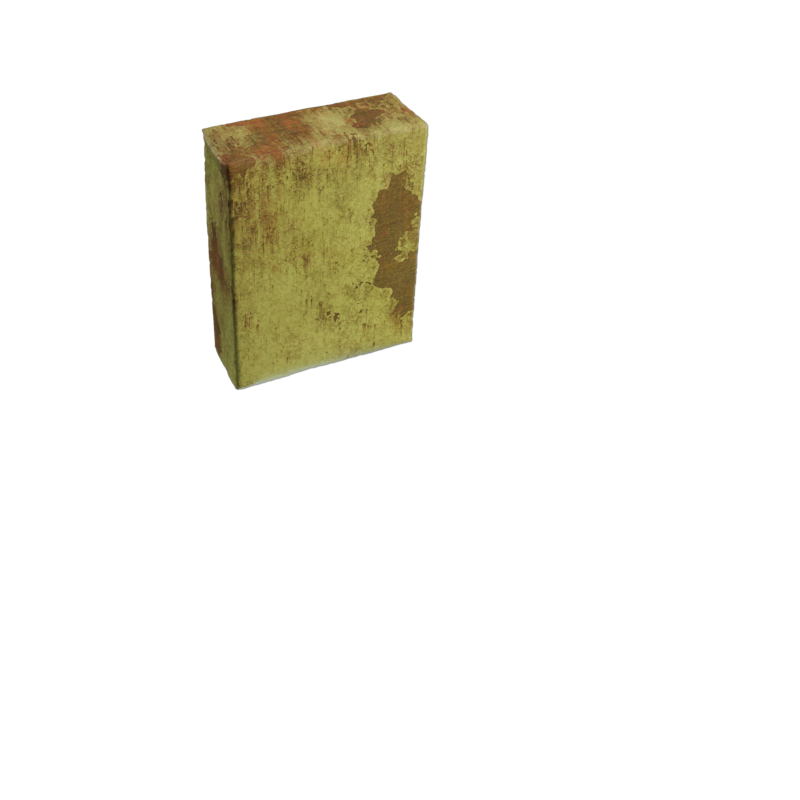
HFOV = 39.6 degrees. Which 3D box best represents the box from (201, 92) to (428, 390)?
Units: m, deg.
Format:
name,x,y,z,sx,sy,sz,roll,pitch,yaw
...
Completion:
name,x,y,z,sx,sy,sz,roll,pitch,yaw
box,-0.070,-0.127,0.889,0.162,0.200,0.078,-15,40,-21
